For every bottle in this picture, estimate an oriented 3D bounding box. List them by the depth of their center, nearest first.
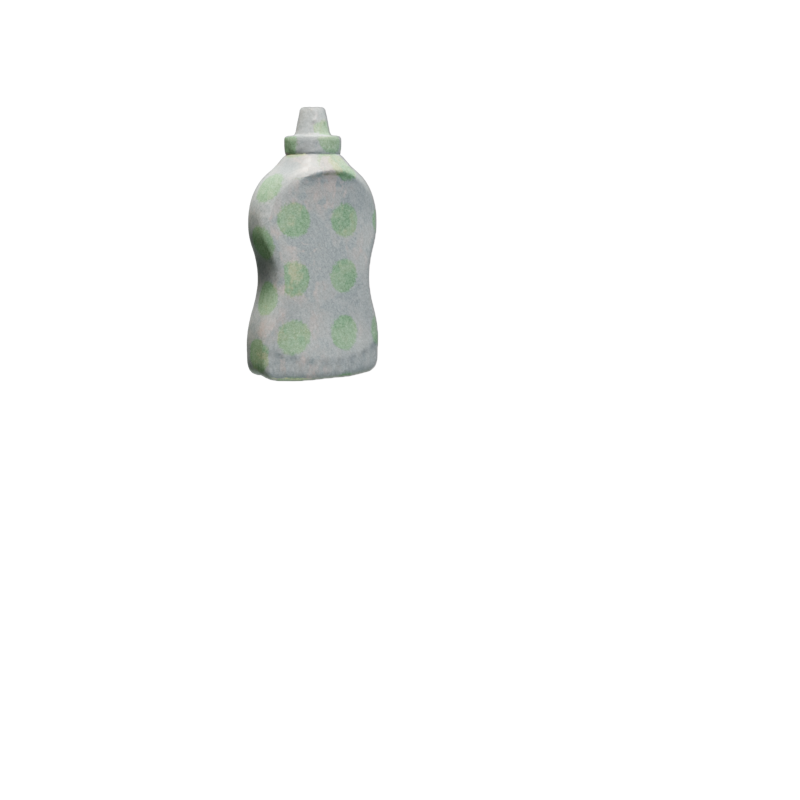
[{"bbox_3d":[-0.063,-0.114,0.796,0.093,0.190,0.061,-3,5,-30],"label":"bottle"}]
